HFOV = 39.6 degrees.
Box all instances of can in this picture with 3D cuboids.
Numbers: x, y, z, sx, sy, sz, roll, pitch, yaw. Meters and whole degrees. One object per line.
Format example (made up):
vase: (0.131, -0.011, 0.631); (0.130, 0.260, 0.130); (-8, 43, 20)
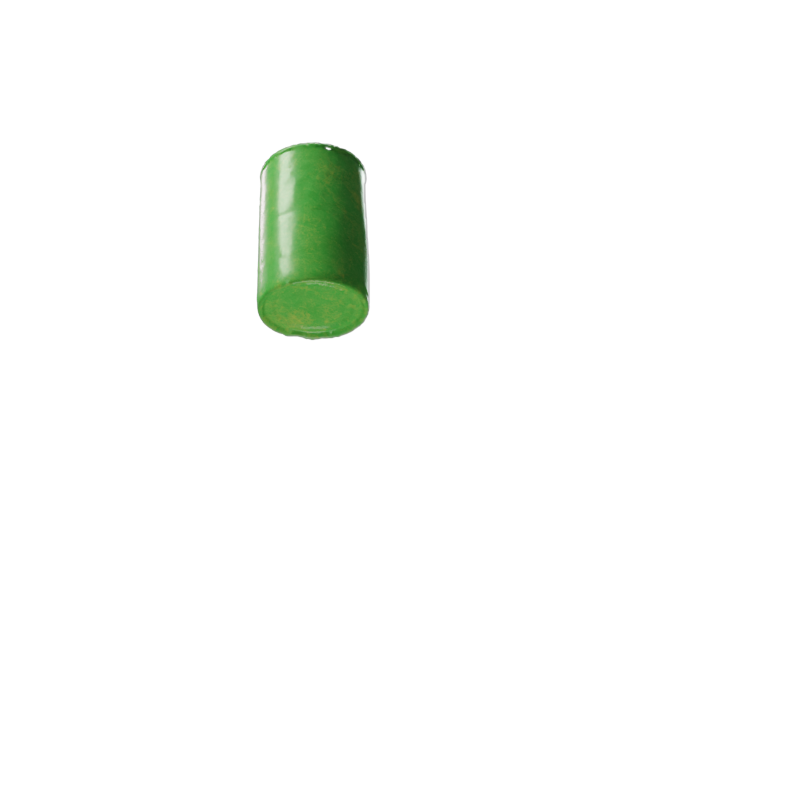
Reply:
can: (-0.053, -0.096, 0.676); (0.068, 0.109, 0.064); (-1, -33, -2)
